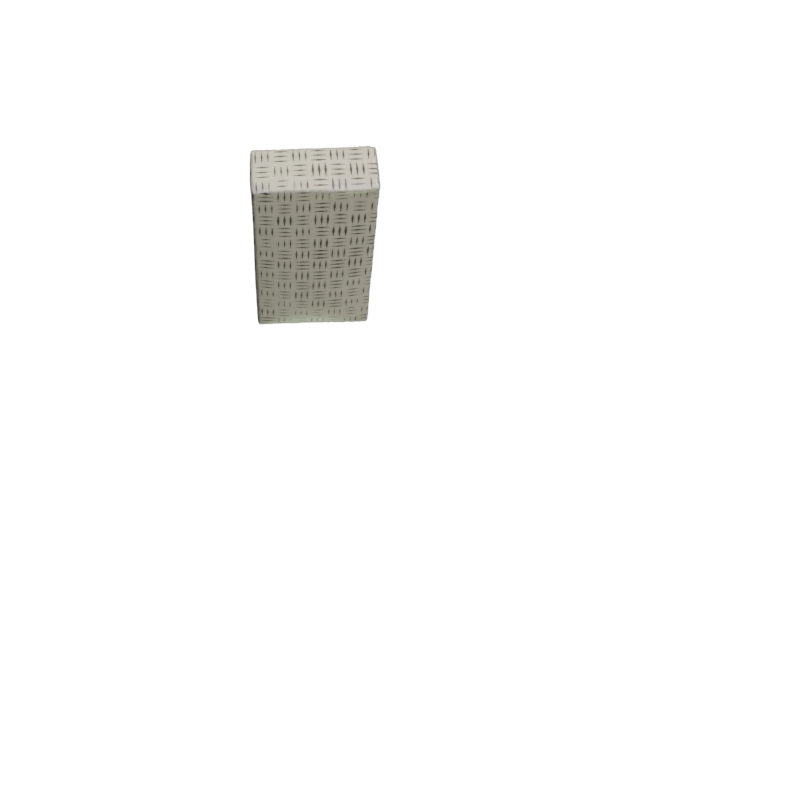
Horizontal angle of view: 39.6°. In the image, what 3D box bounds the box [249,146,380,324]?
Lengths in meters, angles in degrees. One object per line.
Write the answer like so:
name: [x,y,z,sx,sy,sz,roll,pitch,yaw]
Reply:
box: [-0.067,-0.121,0.849,0.093,0.051,0.166,-2,-28,-4]
